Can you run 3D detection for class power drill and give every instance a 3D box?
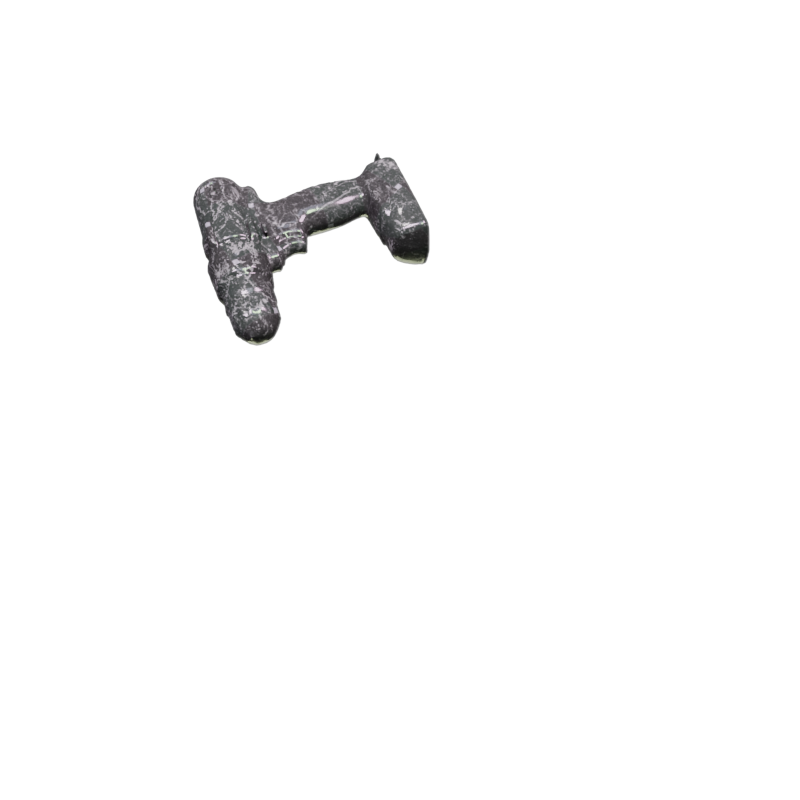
[{"bbox_3d":[-0.074,-0.135,0.947,0.186,0.200,0.053,-13,-39,-11],"label":"power drill"}]
